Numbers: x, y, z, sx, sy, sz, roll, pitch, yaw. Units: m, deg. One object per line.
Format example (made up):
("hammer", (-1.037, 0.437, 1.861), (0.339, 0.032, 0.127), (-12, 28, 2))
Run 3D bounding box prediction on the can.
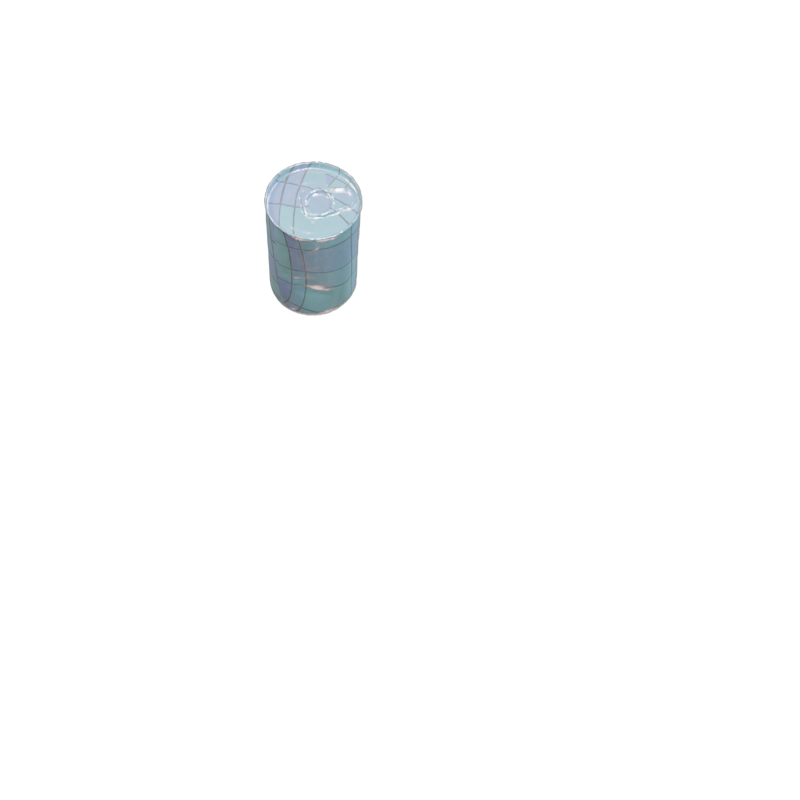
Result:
("can", (-0.063, -0.115, 0.805), (0.068, 0.073, 0.096), (0, -31, -3))
